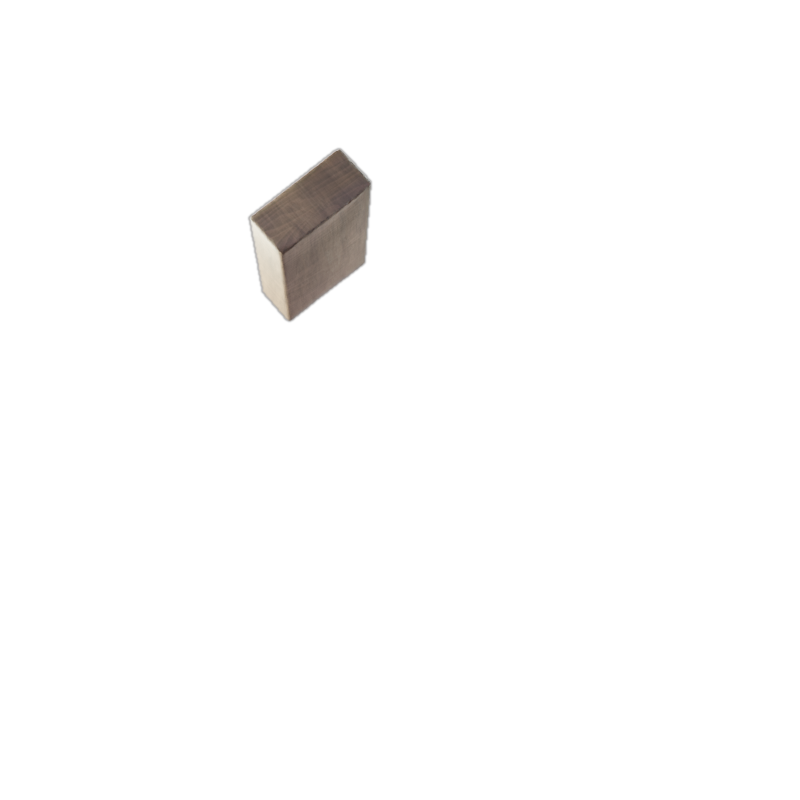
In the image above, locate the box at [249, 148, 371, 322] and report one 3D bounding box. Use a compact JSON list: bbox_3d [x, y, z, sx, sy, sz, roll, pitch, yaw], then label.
[{"bbox_3d":[-0.072,-0.130,0.914,0.094,0.049,0.170,-40,-6,-11],"label":"box"}]
